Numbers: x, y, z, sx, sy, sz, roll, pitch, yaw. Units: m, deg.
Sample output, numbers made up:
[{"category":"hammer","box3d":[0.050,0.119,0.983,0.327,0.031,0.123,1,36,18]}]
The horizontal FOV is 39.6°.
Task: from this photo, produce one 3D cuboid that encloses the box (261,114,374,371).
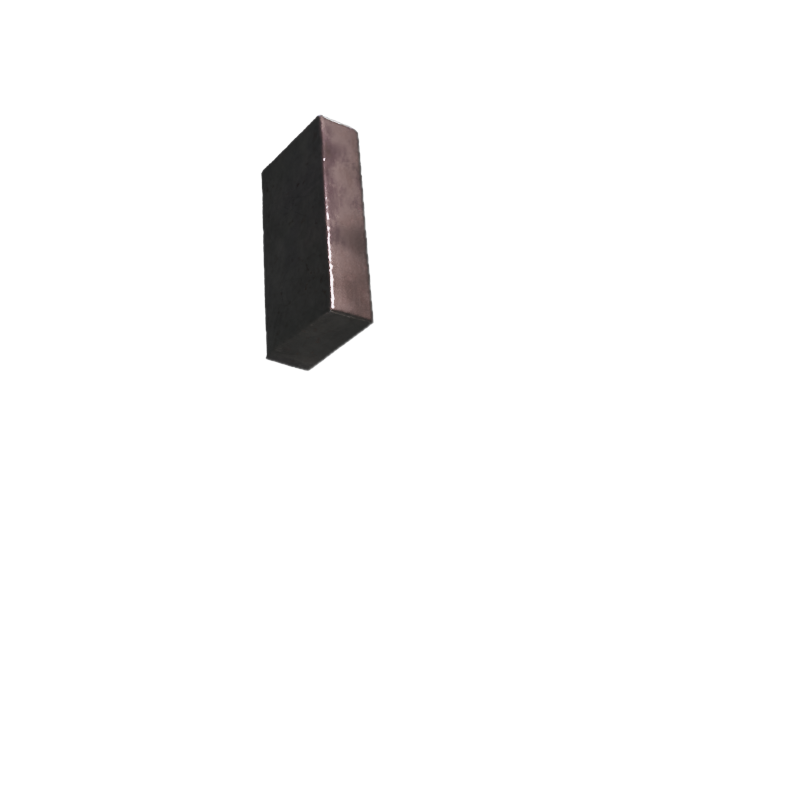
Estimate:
[{"category":"box","box3d":[-0.067,-0.122,0.855,0.046,0.188,0.092,19,-36,-31]}]
